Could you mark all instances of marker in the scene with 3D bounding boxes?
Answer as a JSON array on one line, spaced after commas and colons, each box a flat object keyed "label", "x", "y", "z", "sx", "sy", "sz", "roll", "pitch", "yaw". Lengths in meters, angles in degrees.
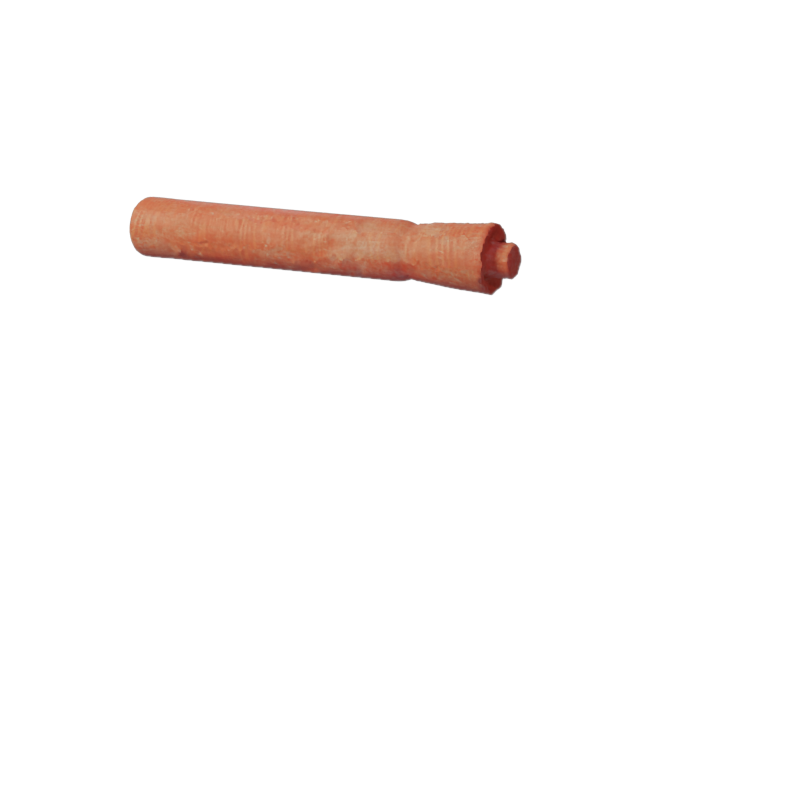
[{"label": "marker", "x": -0.025, "y": -0.045, "z": 0.314, "sx": 0.126, "sy": 0.020, "sz": 0.019, "roll": 10, "pitch": 8, "yaw": 30}]
